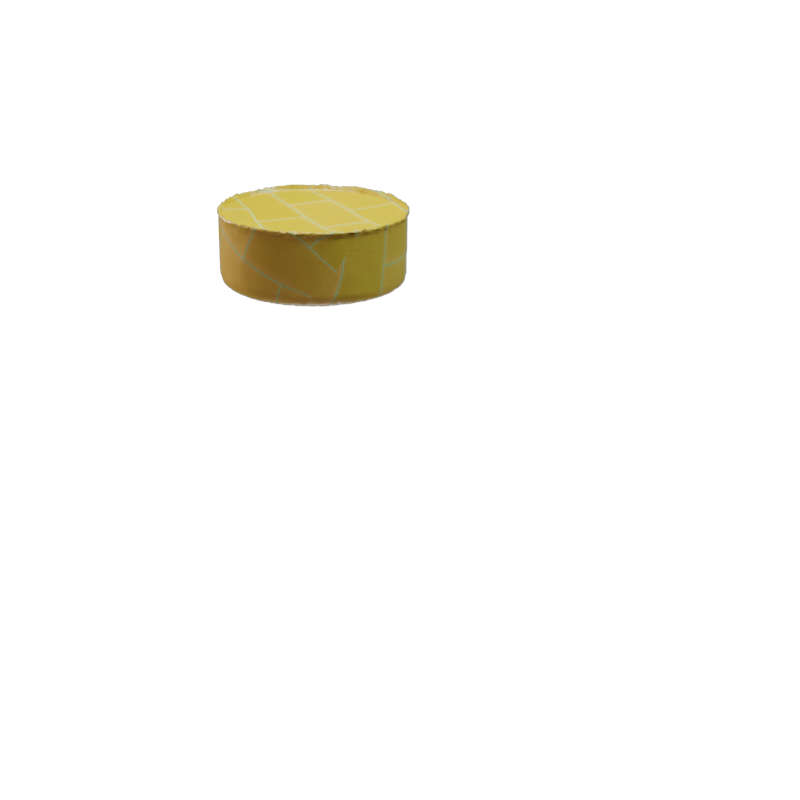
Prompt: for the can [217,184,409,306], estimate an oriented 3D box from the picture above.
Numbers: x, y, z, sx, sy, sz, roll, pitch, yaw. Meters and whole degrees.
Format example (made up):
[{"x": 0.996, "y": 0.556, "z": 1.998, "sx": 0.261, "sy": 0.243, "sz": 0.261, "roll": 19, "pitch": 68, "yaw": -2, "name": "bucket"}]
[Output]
[{"x": -0.039, "y": -0.071, "z": 0.499, "sx": 0.086, "sy": 0.032, "sz": 0.090, "roll": -1, "pitch": 23, "yaw": -2, "name": "can"}]
